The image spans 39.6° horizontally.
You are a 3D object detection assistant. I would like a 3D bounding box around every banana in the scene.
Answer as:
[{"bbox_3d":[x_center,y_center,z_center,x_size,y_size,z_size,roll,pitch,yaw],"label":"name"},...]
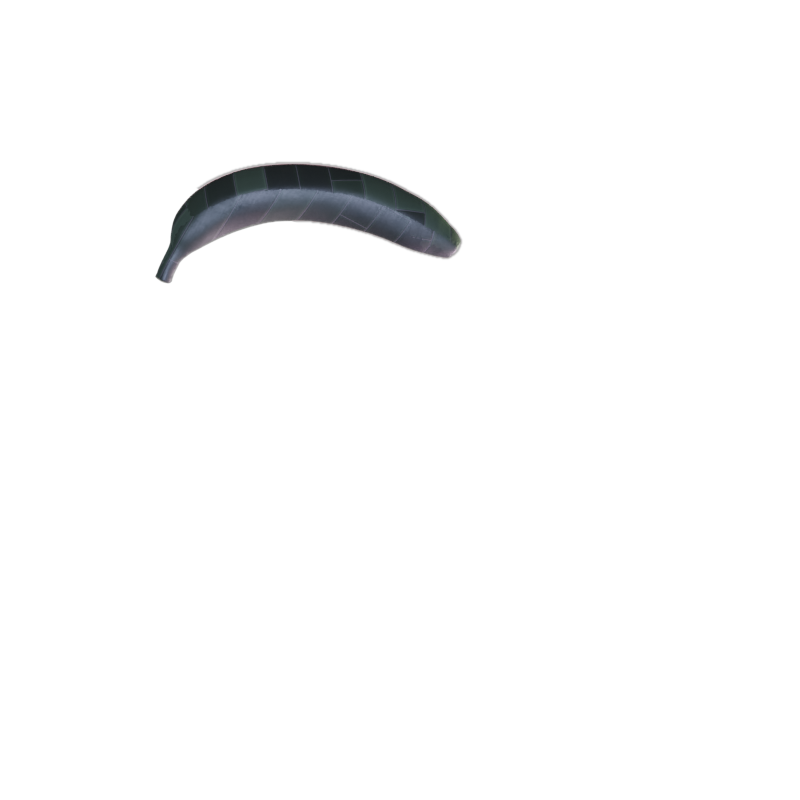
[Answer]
[{"bbox_3d":[-0.061,-0.119,0.712,0.198,0.066,0.038,-4,21,1],"label":"banana"}]
